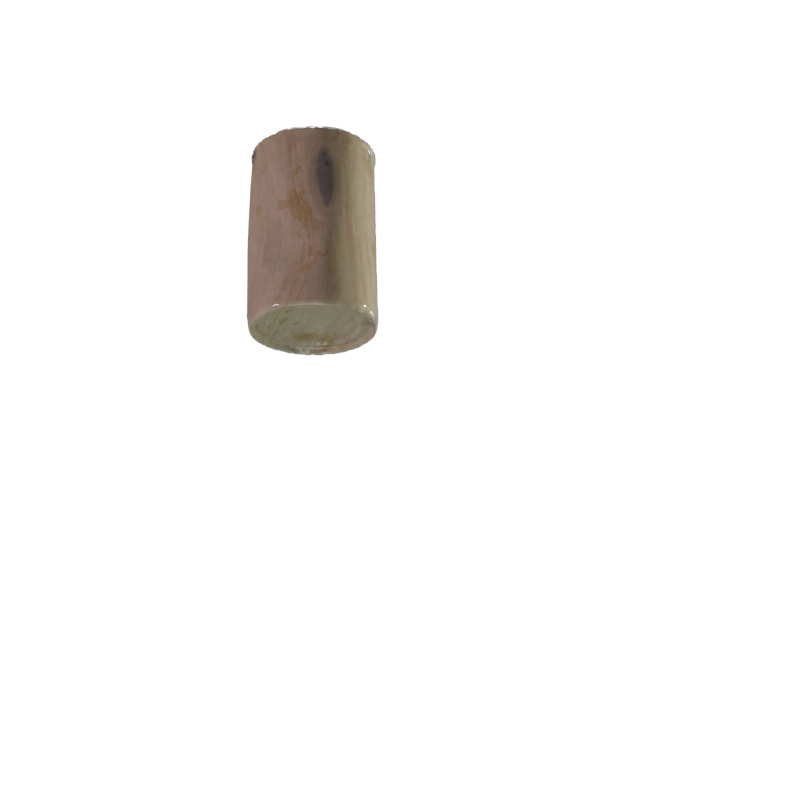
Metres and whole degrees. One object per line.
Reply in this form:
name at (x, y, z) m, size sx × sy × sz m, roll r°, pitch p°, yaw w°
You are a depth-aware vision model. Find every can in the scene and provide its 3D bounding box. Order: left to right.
can at (-0.045, -0.083, 0.581) m, size 0.068 × 0.108 × 0.065 m, roll 0°, pitch -25°, yaw -2°
